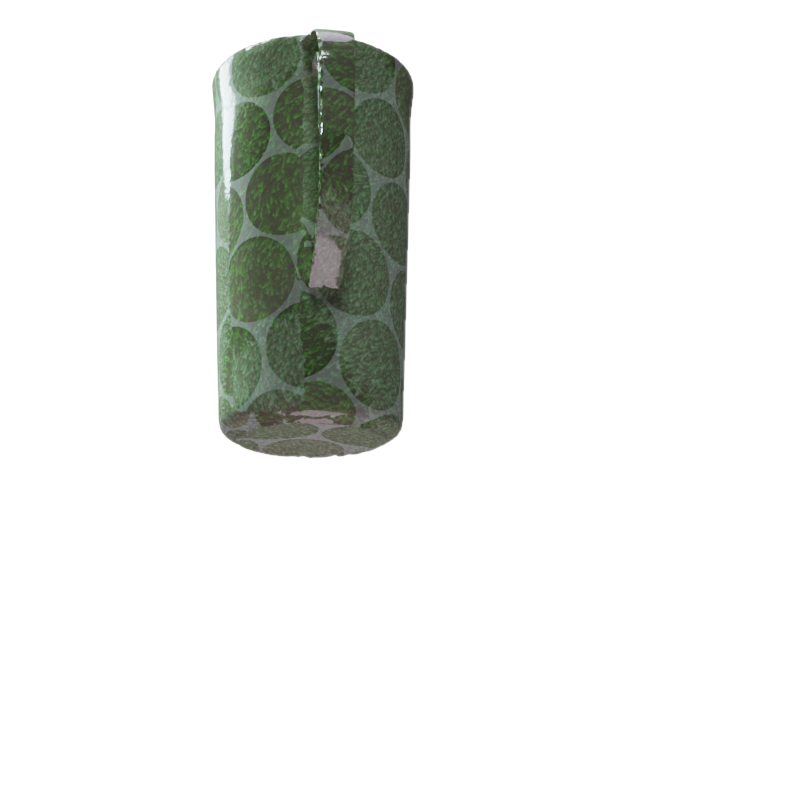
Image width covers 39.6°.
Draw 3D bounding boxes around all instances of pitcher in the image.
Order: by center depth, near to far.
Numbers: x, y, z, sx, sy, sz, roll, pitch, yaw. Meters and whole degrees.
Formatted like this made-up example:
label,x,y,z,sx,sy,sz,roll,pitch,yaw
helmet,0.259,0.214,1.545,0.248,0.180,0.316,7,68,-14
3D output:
label,x,y,z,sx,sy,sz,roll,pitch,yaw
pitcher,-0.053,-0.097,0.681,0.147,0.255,0.139,-14,-24,31
